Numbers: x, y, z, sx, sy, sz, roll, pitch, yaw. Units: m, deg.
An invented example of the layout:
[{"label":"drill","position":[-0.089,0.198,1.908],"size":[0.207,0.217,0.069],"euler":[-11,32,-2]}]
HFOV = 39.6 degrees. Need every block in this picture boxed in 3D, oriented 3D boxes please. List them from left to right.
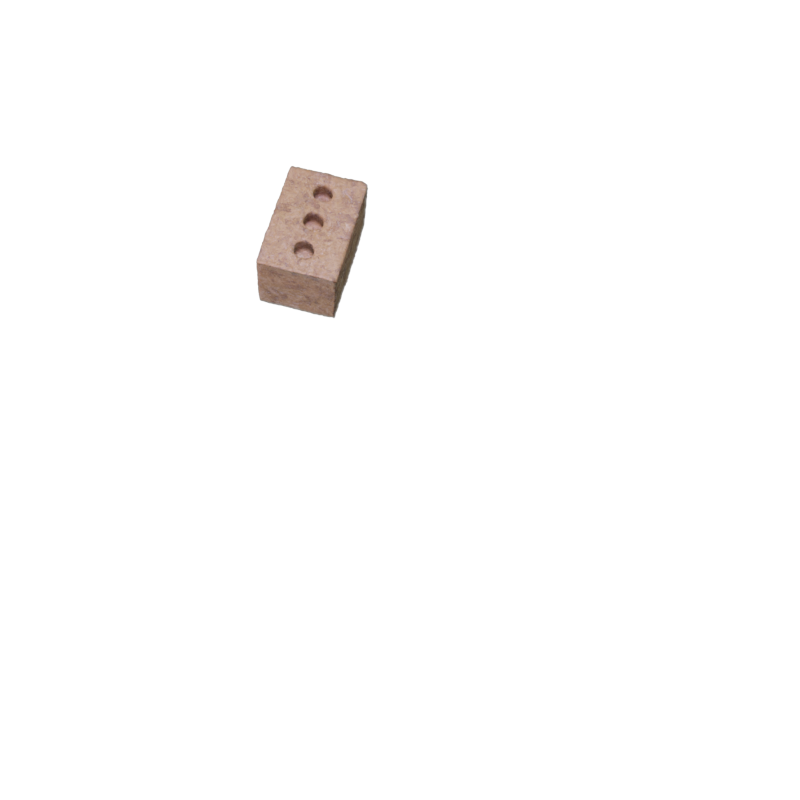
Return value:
[{"label":"block","position":[-0.055,-0.101,0.709],"size":[0.053,0.082,0.048],"euler":[13,-29,5]}]
